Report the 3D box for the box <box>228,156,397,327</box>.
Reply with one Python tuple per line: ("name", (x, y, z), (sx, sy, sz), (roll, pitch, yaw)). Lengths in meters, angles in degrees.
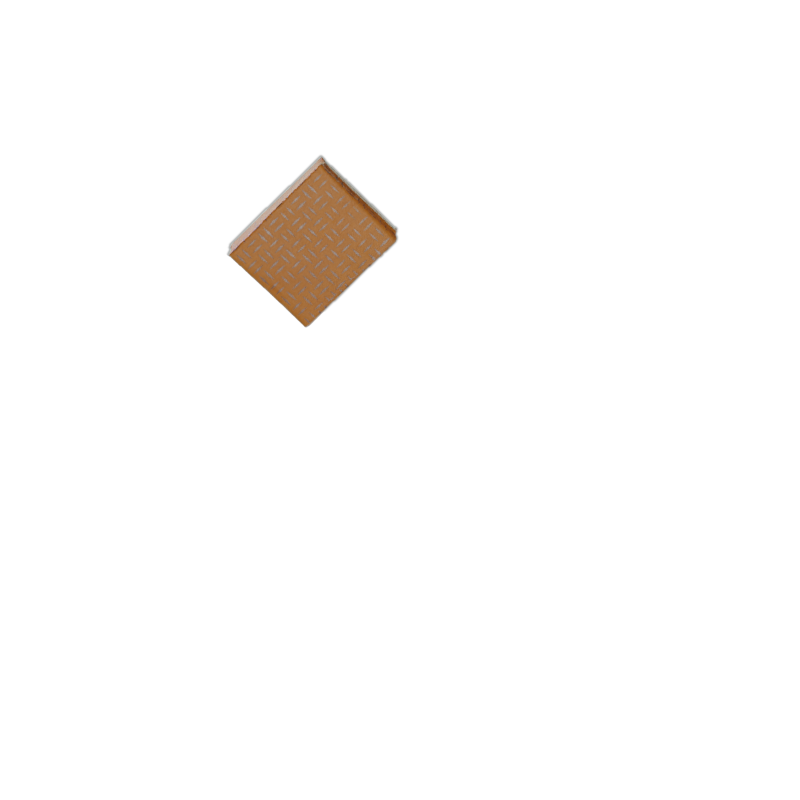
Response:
("box", (-0.057, -0.105, 0.735), (0.071, 0.088, 0.031), (44, 12, -13))
